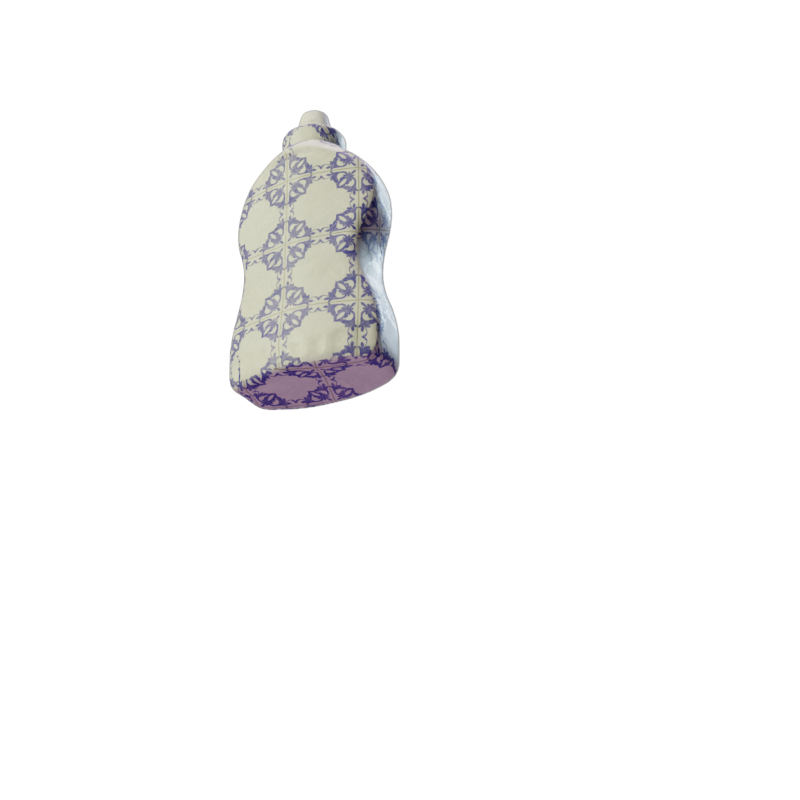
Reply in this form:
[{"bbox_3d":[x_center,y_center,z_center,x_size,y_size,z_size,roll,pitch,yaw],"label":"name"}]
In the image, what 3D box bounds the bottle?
[{"bbox_3d":[-0.052,-0.094,0.663,0.097,0.204,0.054,-17,-33,24],"label":"bottle"}]
